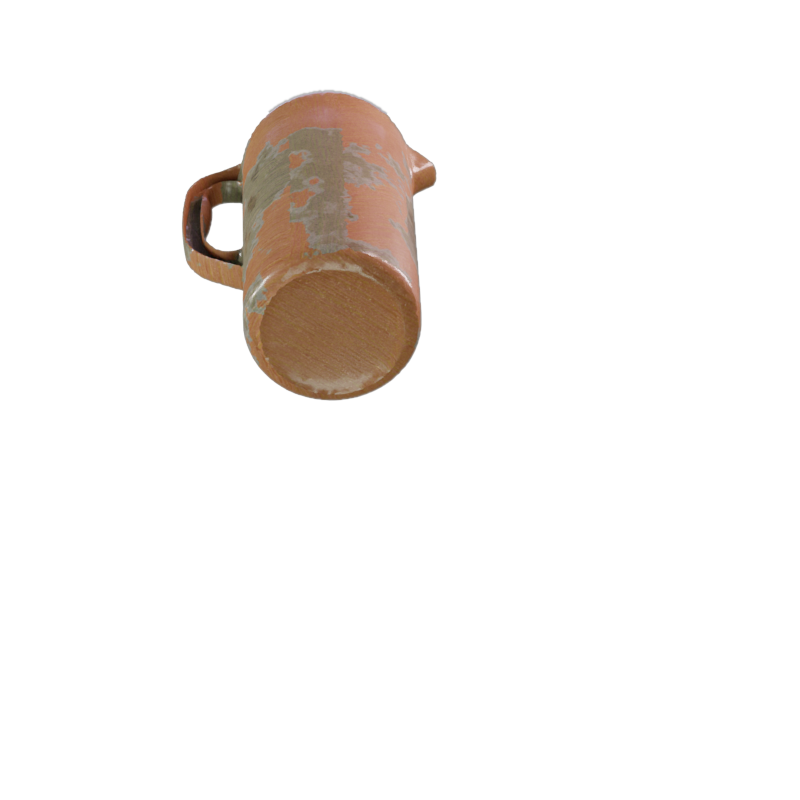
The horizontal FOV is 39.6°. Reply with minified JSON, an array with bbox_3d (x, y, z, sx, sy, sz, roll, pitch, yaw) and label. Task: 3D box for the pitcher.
[{"bbox_3d":[-0.060,-0.109,0.763,0.138,0.147,0.259,38,23,-23],"label":"pitcher"}]
